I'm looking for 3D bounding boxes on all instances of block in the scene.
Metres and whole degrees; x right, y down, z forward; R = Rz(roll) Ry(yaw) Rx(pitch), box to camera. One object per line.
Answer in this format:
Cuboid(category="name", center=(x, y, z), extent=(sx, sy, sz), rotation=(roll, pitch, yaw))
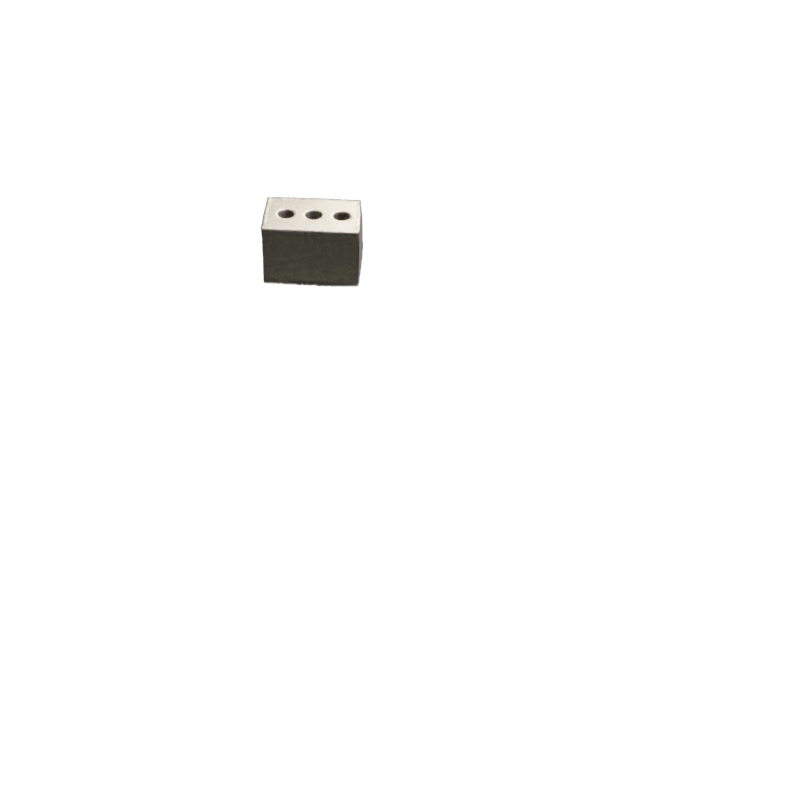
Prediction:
Cuboid(category="block", center=(-0.069, -0.125, 0.878), extent=(0.078, 0.048, 0.056), rotation=(2, 35, 2))
